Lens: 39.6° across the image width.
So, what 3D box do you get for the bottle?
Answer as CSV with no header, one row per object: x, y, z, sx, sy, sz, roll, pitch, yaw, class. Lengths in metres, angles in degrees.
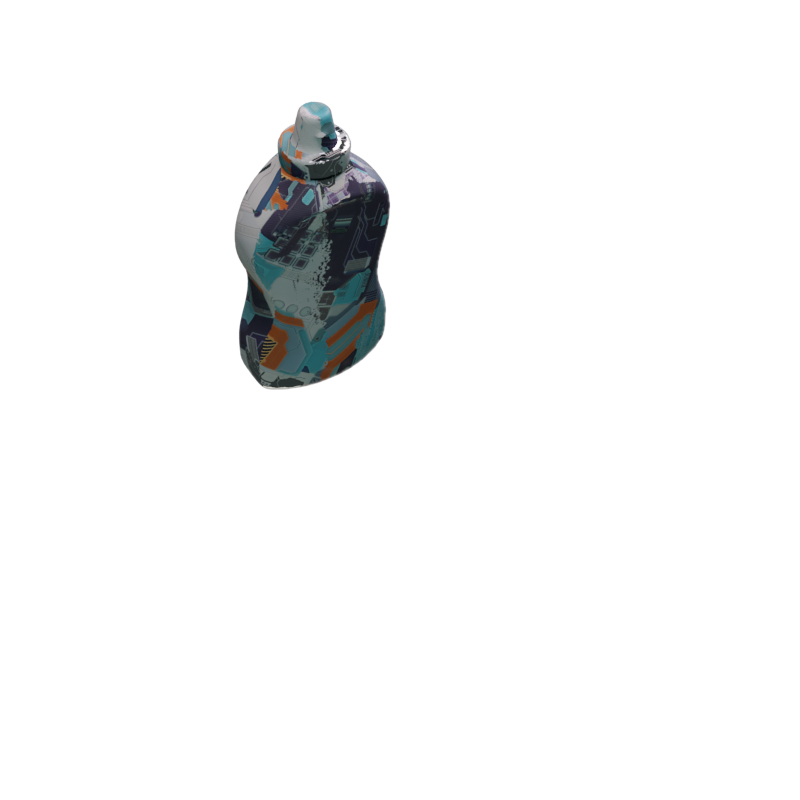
-0.052,-0.095,0.664,0.095,0.179,0.063,-22,50,-23,bottle
